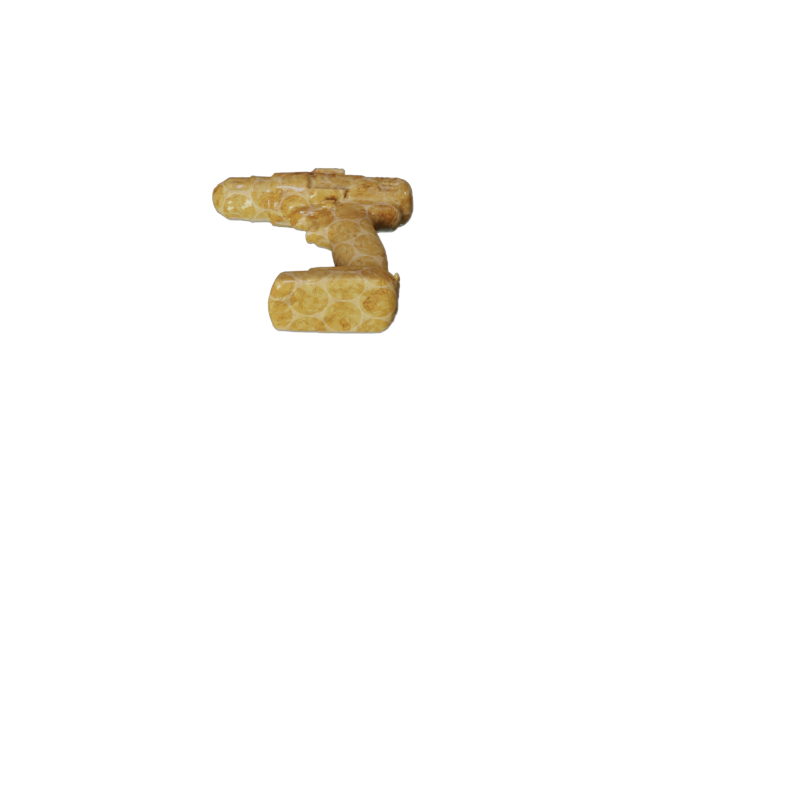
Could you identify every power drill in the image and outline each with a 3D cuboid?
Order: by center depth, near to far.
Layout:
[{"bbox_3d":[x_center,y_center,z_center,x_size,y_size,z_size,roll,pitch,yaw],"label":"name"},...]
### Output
[{"bbox_3d":[-0.075,-0.137,0.962,0.184,0.053,0.201,-1,41,-2],"label":"power drill"}]
